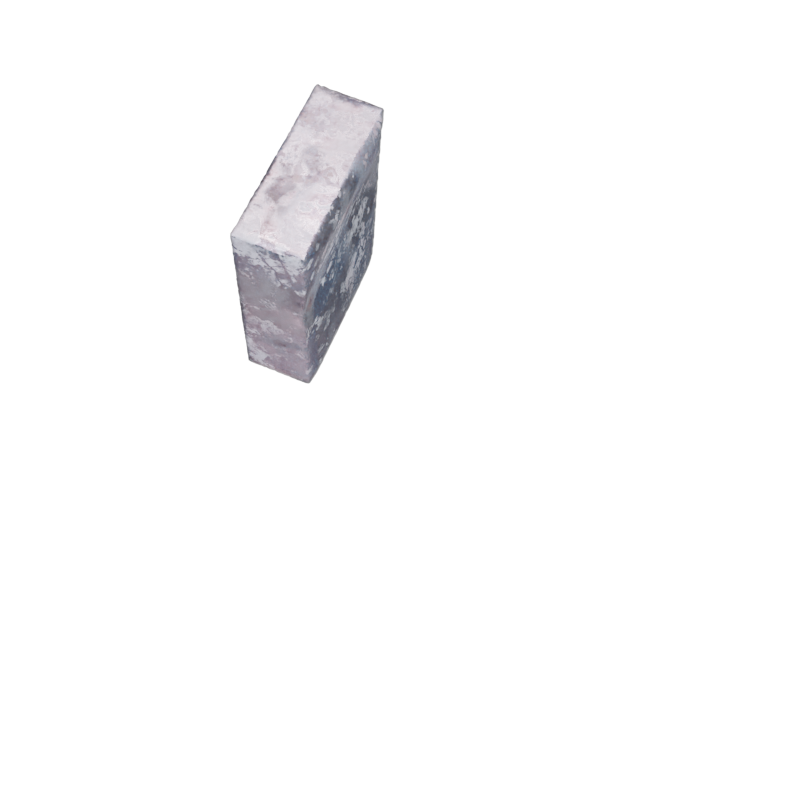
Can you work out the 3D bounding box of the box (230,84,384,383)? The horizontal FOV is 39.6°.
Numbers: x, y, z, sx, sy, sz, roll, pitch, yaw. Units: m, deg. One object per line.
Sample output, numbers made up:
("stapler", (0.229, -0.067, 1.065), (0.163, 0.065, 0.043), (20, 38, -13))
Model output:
("box", (-0.075, -0.136, 0.952), (0.073, 0.171, 0.201), (20, -27, 6))
